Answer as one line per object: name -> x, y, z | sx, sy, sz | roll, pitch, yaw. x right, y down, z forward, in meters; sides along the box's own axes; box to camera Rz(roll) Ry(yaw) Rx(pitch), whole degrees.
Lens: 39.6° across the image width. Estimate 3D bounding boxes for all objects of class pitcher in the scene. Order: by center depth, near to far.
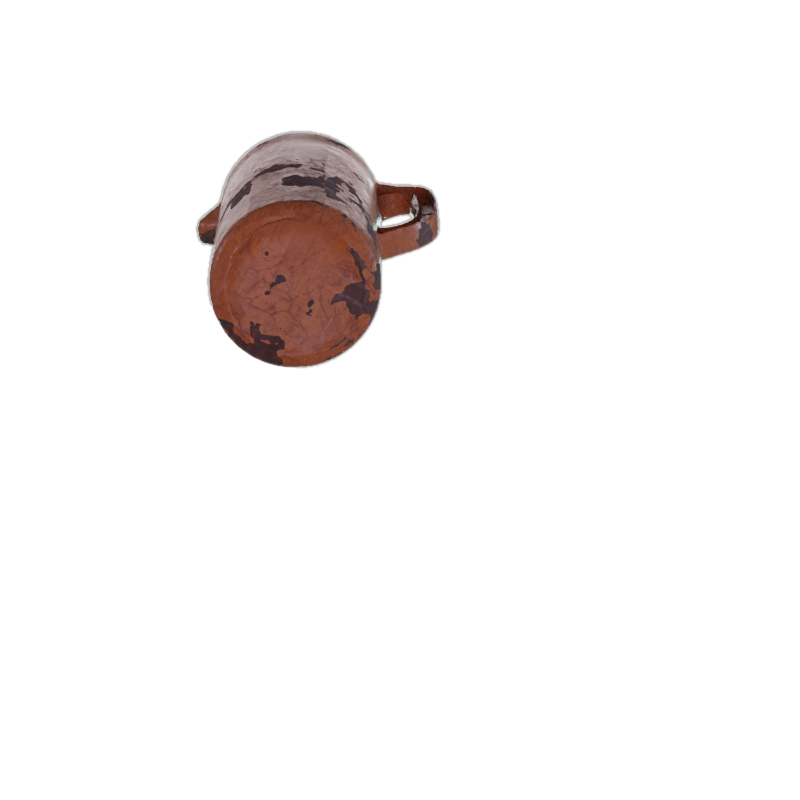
pitcher -> -0.062, -0.113, 0.794 | 0.141, 0.147, 0.253 | 36, 13, -14
